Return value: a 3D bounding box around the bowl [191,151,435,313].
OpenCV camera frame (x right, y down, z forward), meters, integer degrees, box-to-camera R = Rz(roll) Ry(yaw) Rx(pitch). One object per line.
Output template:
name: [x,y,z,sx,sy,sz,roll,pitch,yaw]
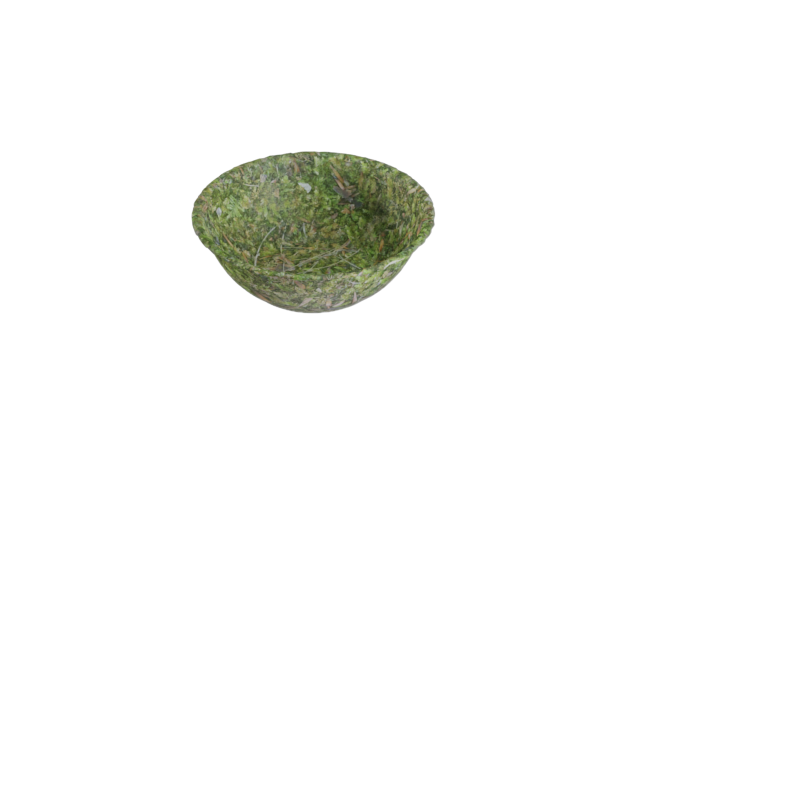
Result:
bowl: [-0.059,-0.107,0.751,0.162,0.051,0.173,-1,38,-2]
